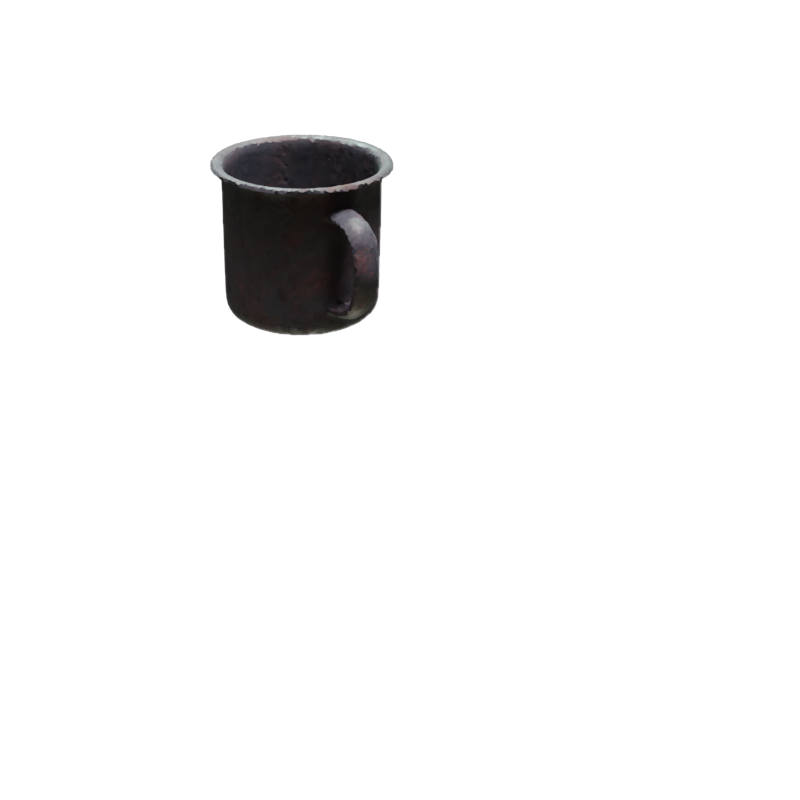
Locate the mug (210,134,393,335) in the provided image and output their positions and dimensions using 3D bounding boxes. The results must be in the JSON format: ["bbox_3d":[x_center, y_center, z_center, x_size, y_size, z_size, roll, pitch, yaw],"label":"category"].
[{"bbox_3d":[-0.044,-0.081,0.568,0.091,0.077,0.126,-15,31,-29],"label":"mug"}]
